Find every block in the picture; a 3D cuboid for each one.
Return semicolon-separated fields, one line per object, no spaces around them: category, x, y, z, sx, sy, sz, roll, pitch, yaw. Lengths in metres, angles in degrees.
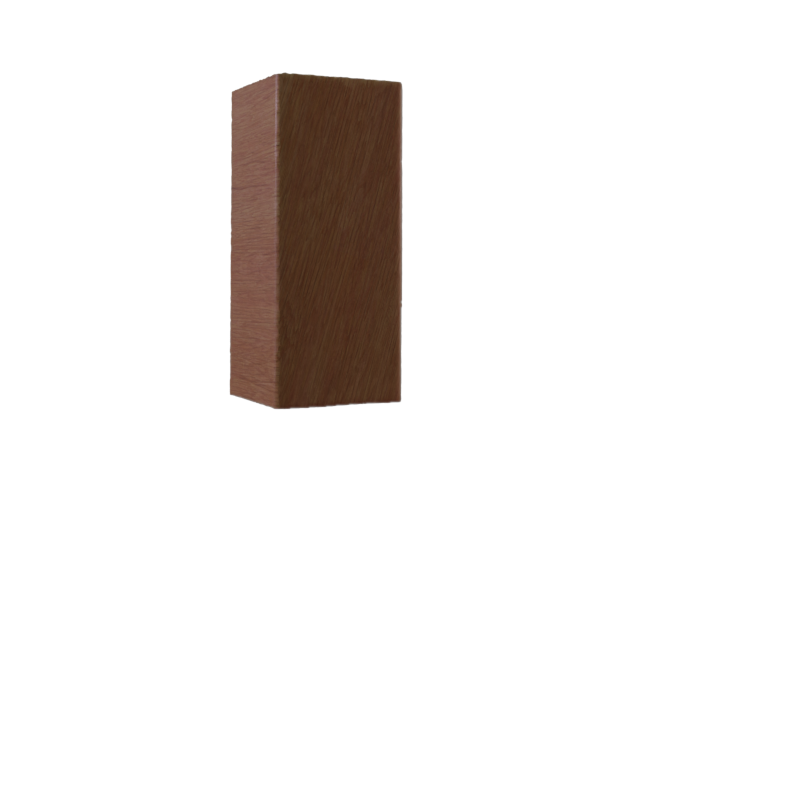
block;-0.057;-0.104;0.731;0.087;0.207;0.093;0;0;-27
